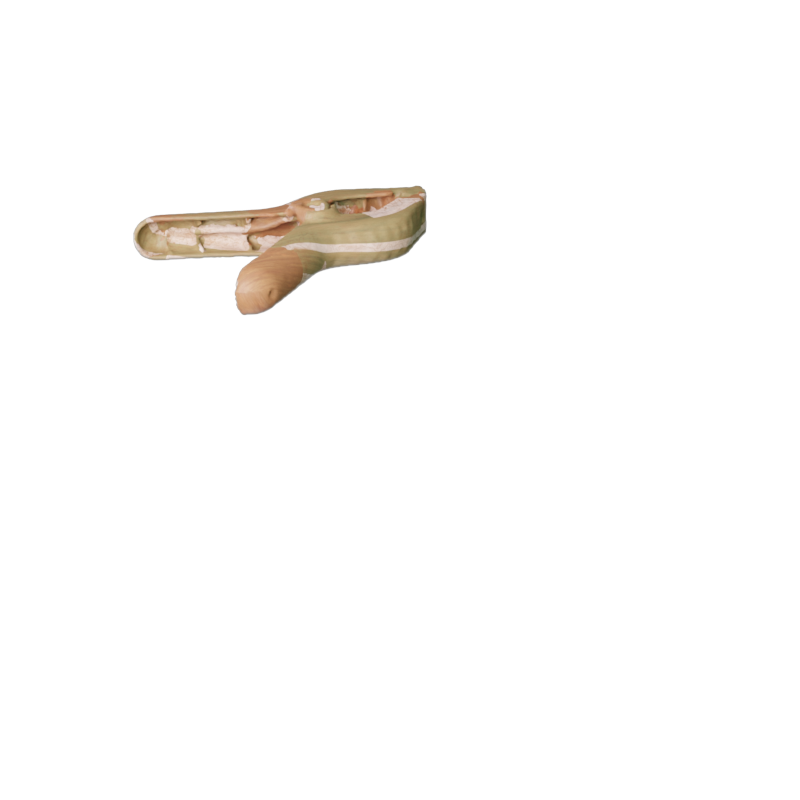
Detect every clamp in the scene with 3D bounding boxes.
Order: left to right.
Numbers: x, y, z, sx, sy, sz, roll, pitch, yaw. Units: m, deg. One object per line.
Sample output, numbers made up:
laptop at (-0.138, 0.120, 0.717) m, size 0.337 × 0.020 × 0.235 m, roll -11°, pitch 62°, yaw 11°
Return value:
clamp at (-0.047, -0.087, 0.606) m, size 0.169 × 0.037 × 0.129 m, roll -16°, pitch 35°, yaw -25°
